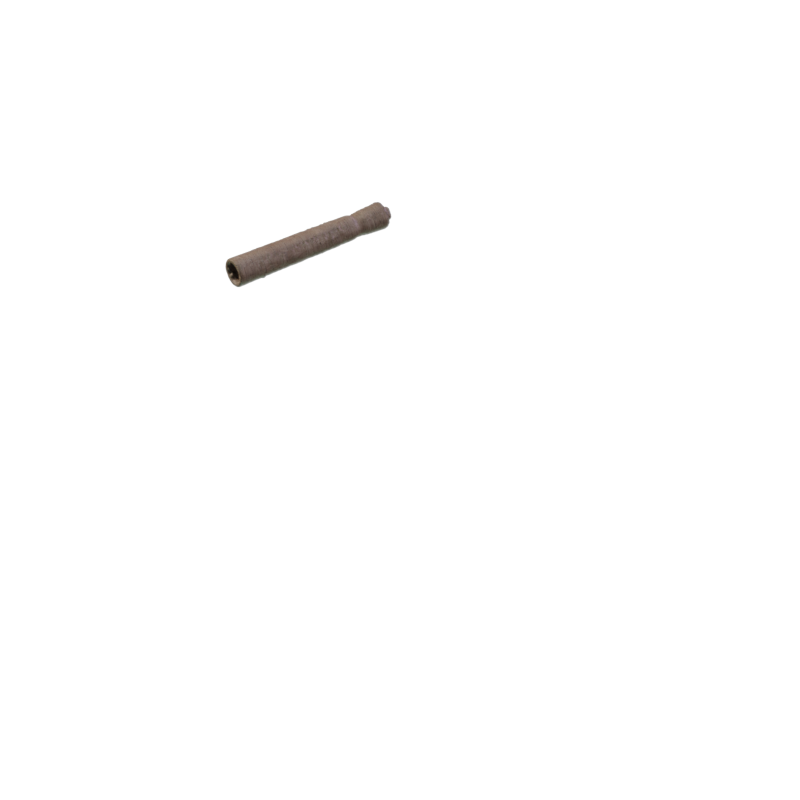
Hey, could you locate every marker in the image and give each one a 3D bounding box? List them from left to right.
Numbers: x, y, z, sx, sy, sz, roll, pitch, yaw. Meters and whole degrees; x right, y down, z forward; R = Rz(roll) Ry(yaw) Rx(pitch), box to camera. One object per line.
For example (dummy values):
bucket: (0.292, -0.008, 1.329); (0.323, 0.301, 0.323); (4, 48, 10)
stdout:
marker: (-0.055, -0.101, 0.709); (0.120, 0.019, 0.020); (-26, 17, -29)
